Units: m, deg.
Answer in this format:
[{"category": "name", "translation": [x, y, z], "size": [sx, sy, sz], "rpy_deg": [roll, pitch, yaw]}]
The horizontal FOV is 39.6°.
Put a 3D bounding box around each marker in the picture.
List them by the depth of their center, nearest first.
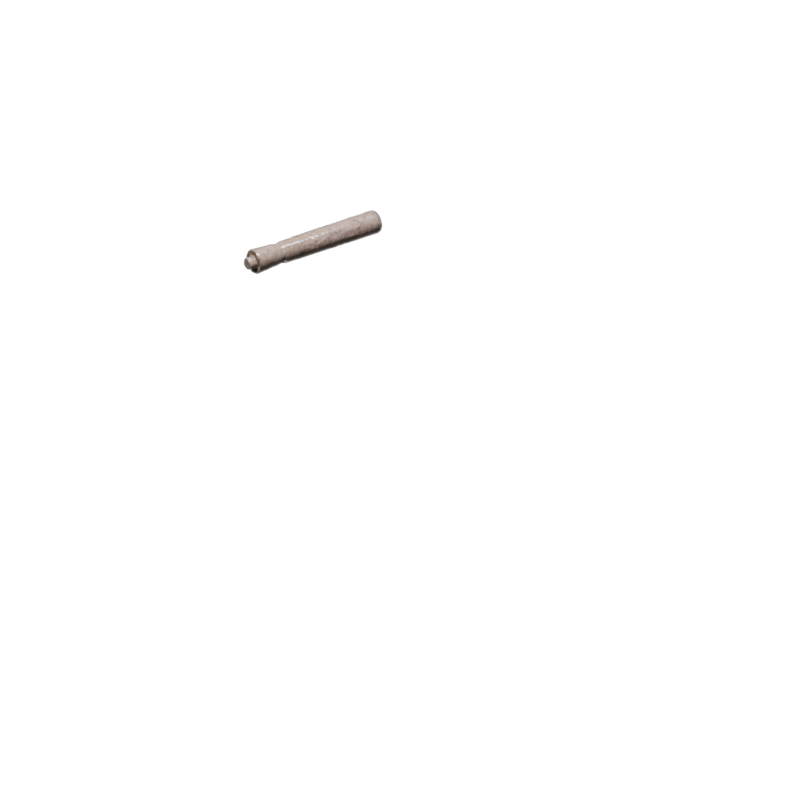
[{"category": "marker", "translation": [-0.066, -0.120, 0.839], "size": [0.120, 0.019, 0.021], "rpy_deg": [-24, 17, -32]}]
